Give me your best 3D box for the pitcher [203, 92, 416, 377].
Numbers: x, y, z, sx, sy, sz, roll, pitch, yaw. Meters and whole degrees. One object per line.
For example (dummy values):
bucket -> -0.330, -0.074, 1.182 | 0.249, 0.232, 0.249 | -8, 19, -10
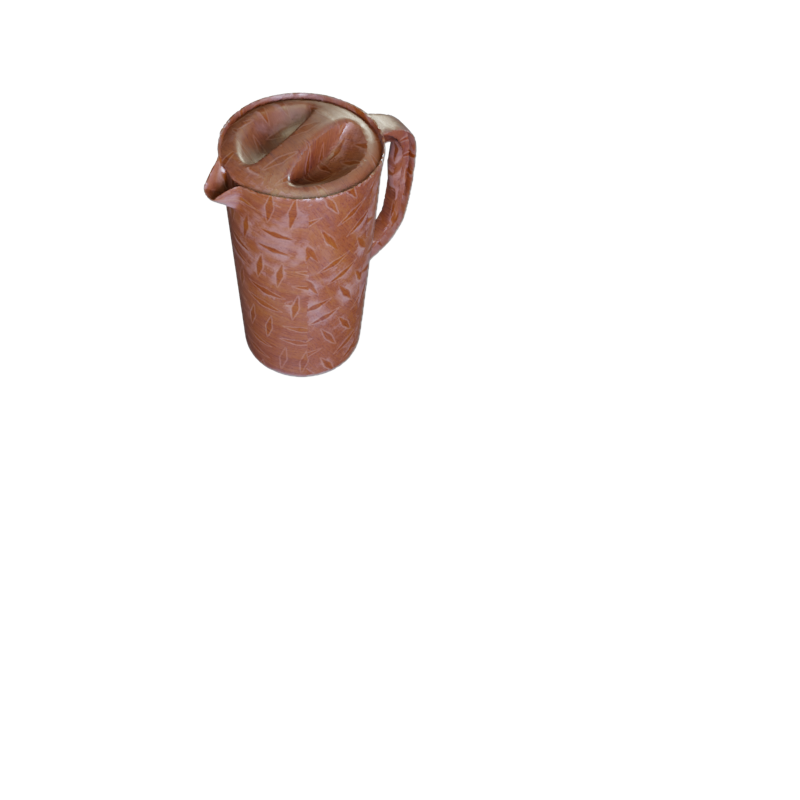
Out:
pitcher -> -0.075, -0.137, 0.957 | 0.151, 0.153, 0.226 | 12, -40, 7
